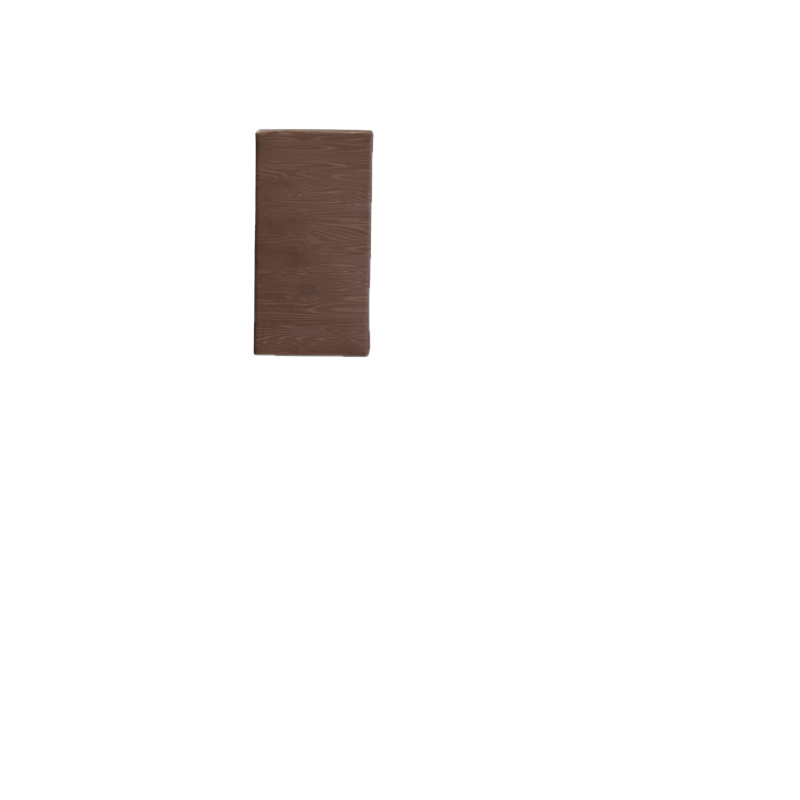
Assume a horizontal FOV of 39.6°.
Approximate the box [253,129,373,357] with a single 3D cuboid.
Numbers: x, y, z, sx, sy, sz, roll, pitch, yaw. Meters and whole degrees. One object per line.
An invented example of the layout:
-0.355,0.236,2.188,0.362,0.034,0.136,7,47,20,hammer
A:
-0.068,-0.124,0.870,0.093,0.173,0.049,0,9,0,box
